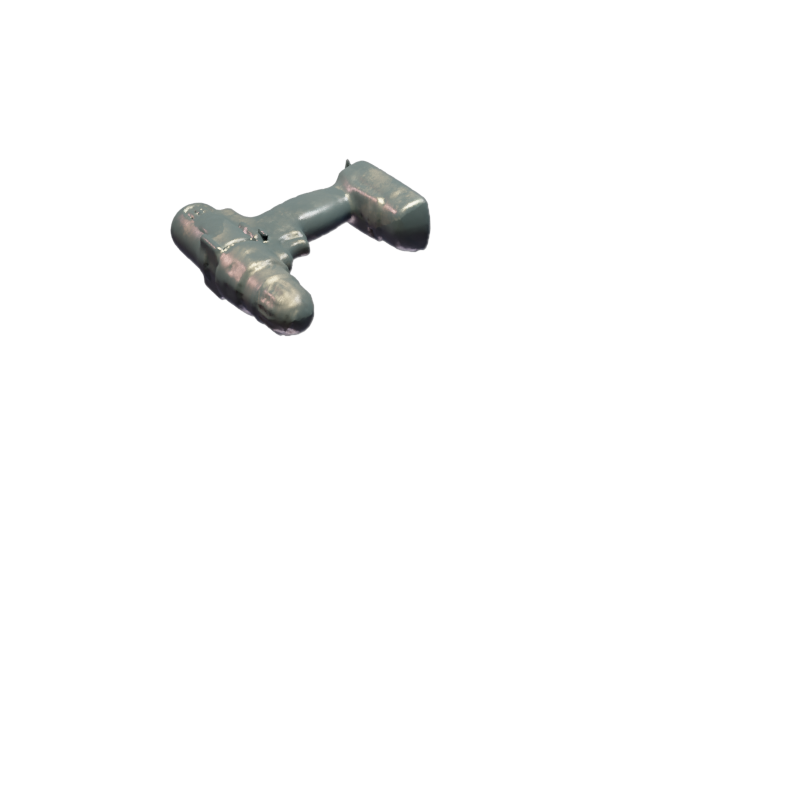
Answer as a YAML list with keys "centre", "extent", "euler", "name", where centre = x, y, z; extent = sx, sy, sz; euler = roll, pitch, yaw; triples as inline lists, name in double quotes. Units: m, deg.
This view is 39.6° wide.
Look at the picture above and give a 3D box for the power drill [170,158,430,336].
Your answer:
- centre: [-0.070, -0.129, 0.900]
  extent: [0.186, 0.054, 0.199]
  euler: [-22, 42, -27]
  name: "power drill"
